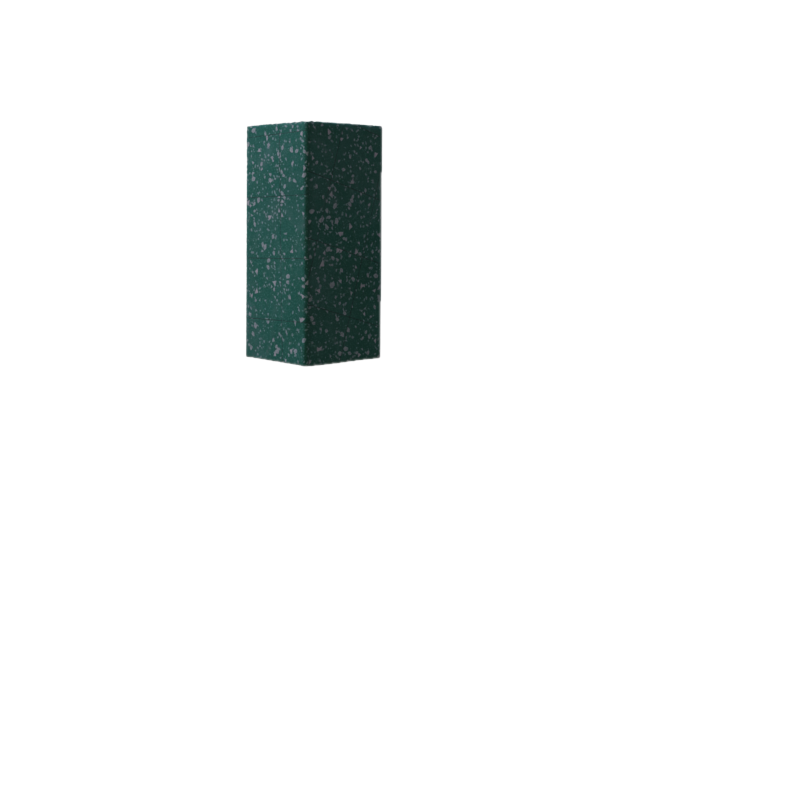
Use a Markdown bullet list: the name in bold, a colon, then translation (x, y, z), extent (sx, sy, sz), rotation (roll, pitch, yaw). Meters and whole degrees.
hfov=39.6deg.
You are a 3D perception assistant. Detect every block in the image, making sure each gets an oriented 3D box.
- **block**: translation (-0.076, -0.141, 0.985), extent (0.087, 0.205, 0.095), rotation (-2, 4, -42)
